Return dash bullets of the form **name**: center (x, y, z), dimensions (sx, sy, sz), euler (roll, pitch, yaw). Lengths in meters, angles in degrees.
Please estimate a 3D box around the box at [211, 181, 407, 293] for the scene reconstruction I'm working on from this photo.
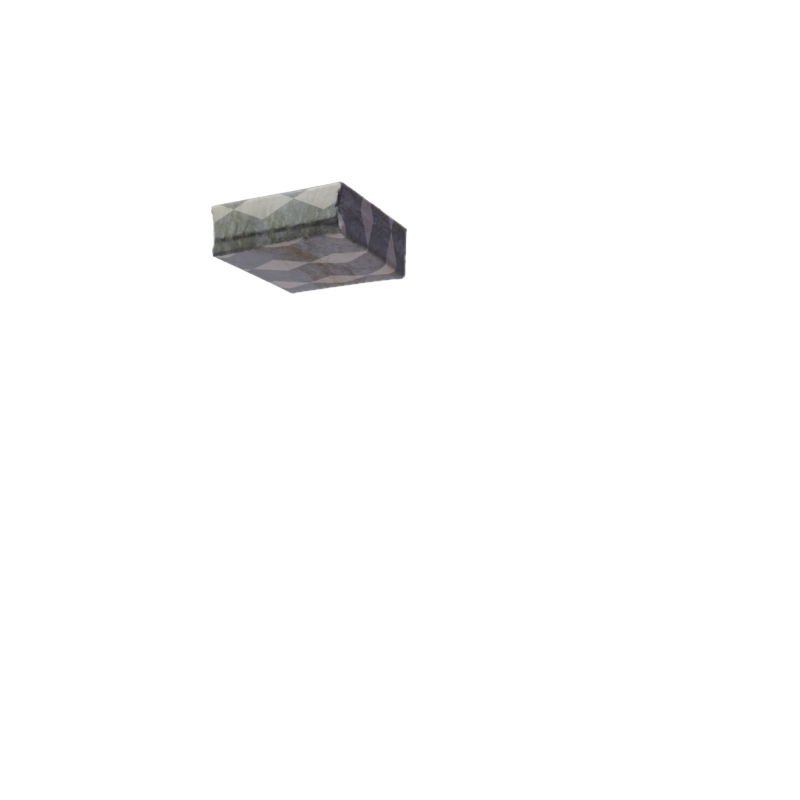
- **box**: center (-0.056, -0.102, 0.712), dimensions (0.092, 0.040, 0.107), euler (-5, -12, 22)
